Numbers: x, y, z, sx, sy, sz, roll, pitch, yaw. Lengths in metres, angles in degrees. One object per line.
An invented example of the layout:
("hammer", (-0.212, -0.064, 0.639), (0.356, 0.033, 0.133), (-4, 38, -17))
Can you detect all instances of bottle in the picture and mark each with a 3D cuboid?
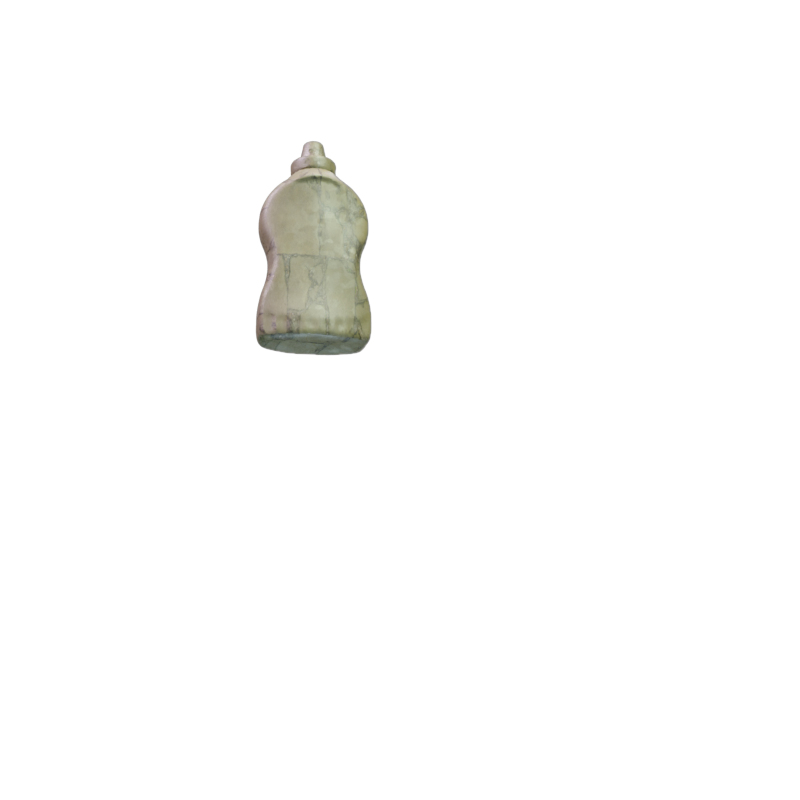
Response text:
("bottle", (-0.076, -0.138, 0.966), (0.095, 0.201, 0.056), (2, -22, -8))
